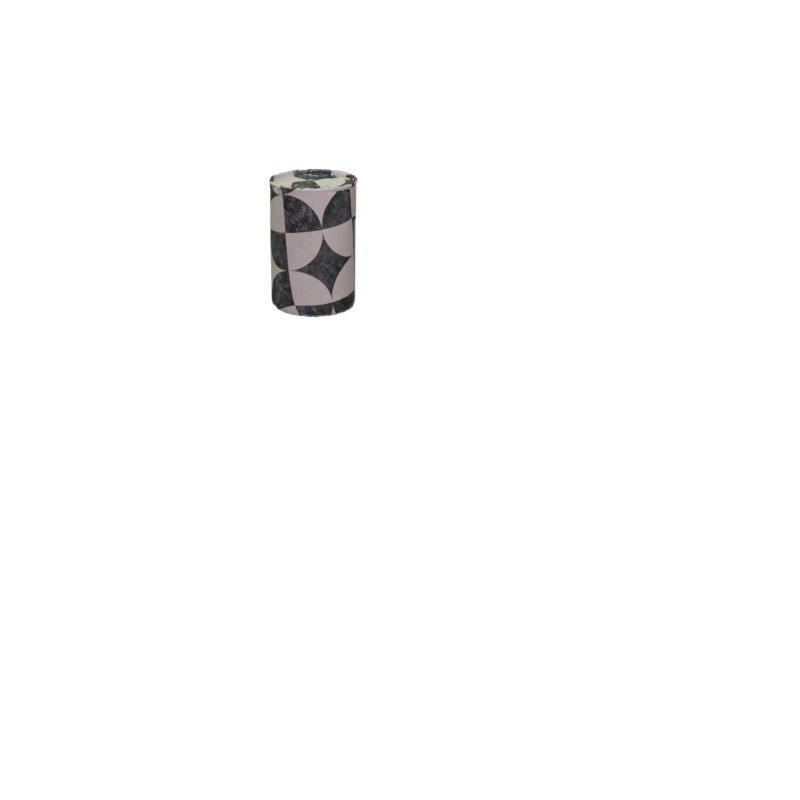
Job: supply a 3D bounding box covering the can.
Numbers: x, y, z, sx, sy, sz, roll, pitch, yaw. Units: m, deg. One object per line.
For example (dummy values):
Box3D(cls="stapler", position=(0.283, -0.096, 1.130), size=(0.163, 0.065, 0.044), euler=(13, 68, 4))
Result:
Box3D(cls="can", position=(-0.068, -0.124, 0.866), size=(0.068, 0.098, 0.072), euler=(0, 19, -2))
